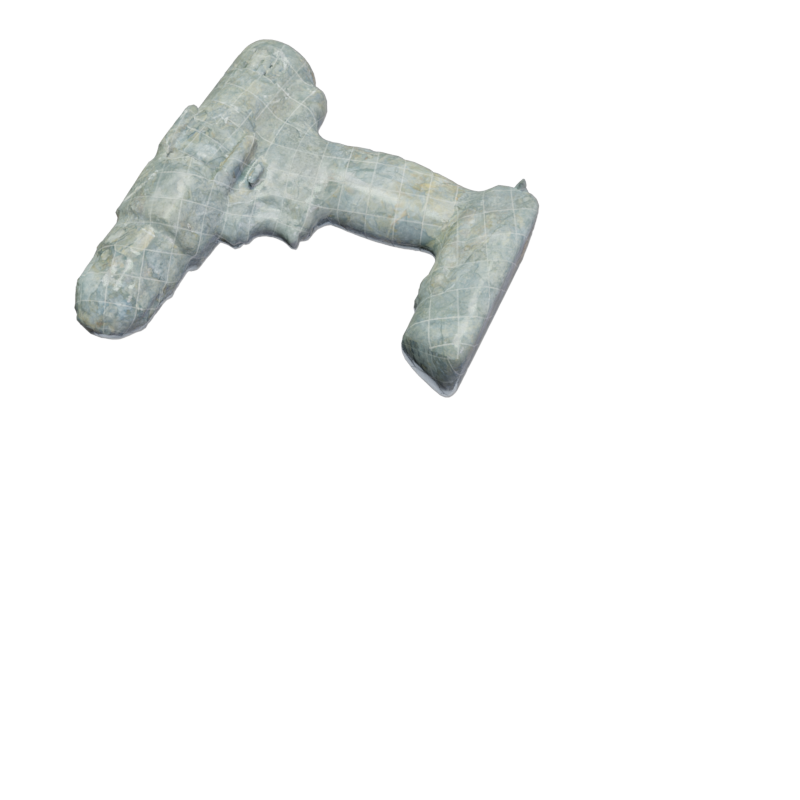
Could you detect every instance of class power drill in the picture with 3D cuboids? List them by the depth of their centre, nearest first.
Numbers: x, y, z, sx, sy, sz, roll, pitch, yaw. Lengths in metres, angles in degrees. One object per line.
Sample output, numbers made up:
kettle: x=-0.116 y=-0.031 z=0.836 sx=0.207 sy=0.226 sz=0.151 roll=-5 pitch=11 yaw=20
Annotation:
power drill: x=-0.042 y=-0.077 z=0.542 sx=0.193 sy=0.190 sz=0.054 roll=26 pitch=-22 yaw=11
